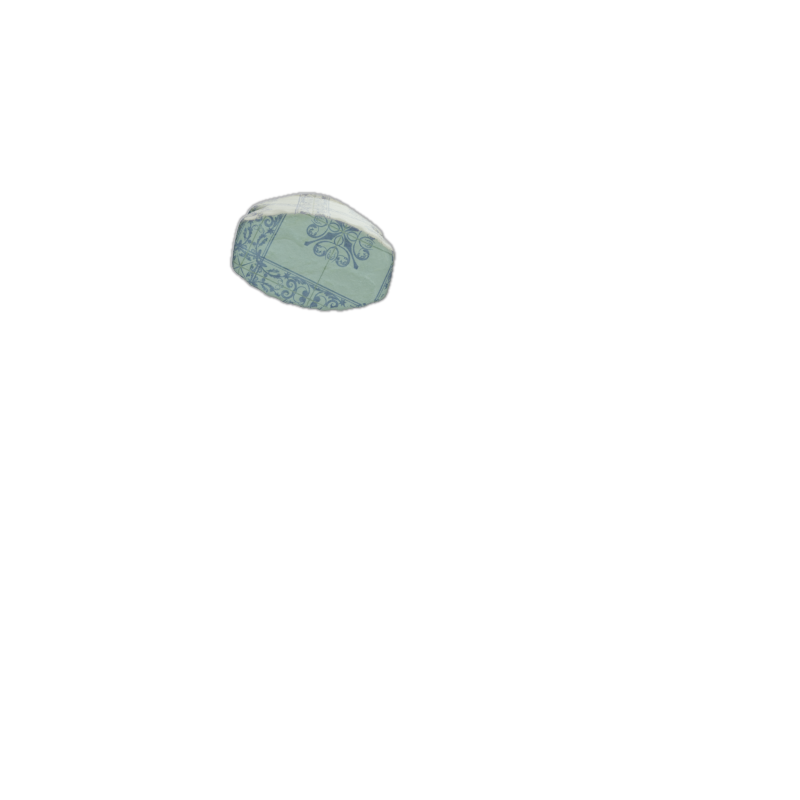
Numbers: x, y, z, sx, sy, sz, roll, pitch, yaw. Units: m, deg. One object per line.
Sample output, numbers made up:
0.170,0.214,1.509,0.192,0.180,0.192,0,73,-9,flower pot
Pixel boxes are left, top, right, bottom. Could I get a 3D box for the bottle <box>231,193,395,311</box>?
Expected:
-0.058,-0.105,0.740,0.095,0.057,0.197,8,14,-6,bottle
